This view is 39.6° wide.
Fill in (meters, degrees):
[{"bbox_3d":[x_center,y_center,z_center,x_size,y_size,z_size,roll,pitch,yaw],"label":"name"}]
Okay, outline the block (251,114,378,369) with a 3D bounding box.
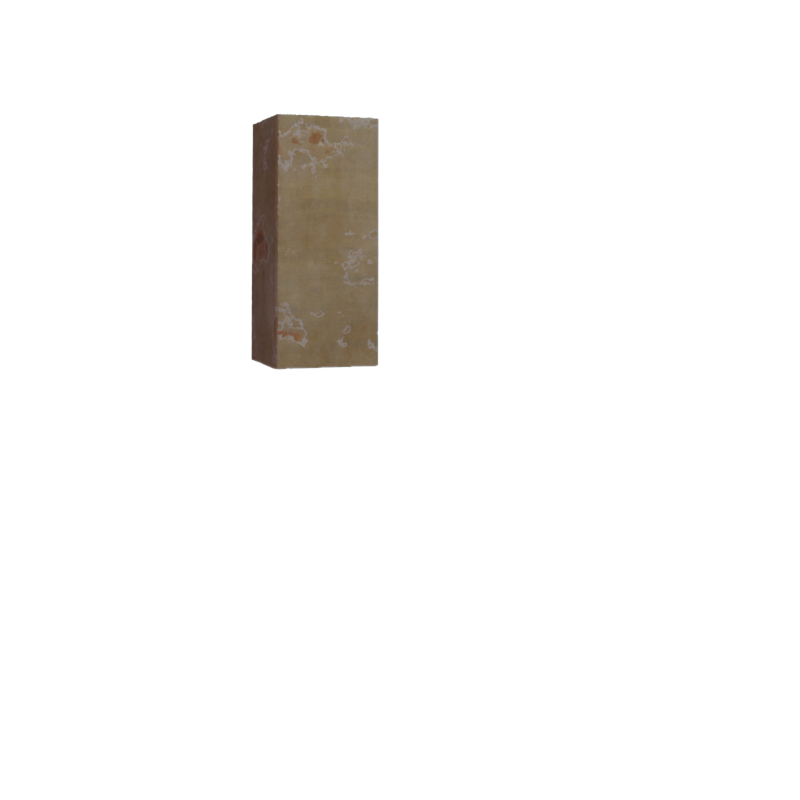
[{"bbox_3d":[-0.074,-0.135,0.946,0.089,0.206,0.092,0,1,-19],"label":"block"}]
